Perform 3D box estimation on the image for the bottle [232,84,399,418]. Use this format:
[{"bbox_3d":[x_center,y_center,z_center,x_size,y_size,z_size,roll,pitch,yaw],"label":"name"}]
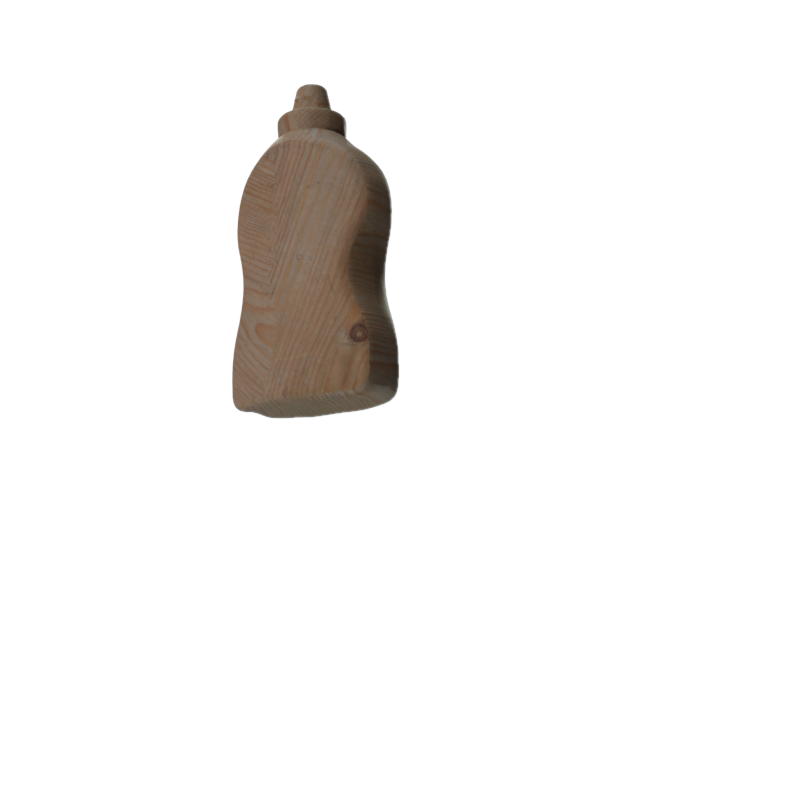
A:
[{"bbox_3d":[-0.050,-0.090,0.633,0.098,0.200,0.055,-13,-21,35],"label":"bottle"}]
